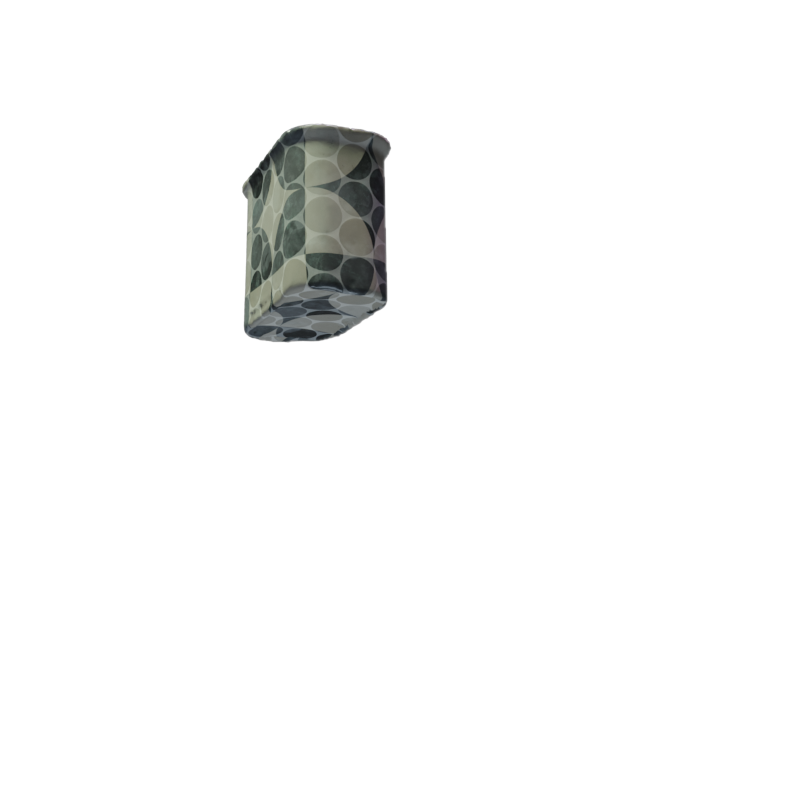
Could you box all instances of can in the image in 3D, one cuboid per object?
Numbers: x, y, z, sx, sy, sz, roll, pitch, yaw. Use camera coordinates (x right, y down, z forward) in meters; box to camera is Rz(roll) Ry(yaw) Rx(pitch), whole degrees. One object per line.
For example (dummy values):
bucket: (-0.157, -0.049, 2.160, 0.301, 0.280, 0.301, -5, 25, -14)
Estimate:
can: (-0.045, -0.081, 0.568, 0.056, 0.087, 0.101, 7, -17, -23)
